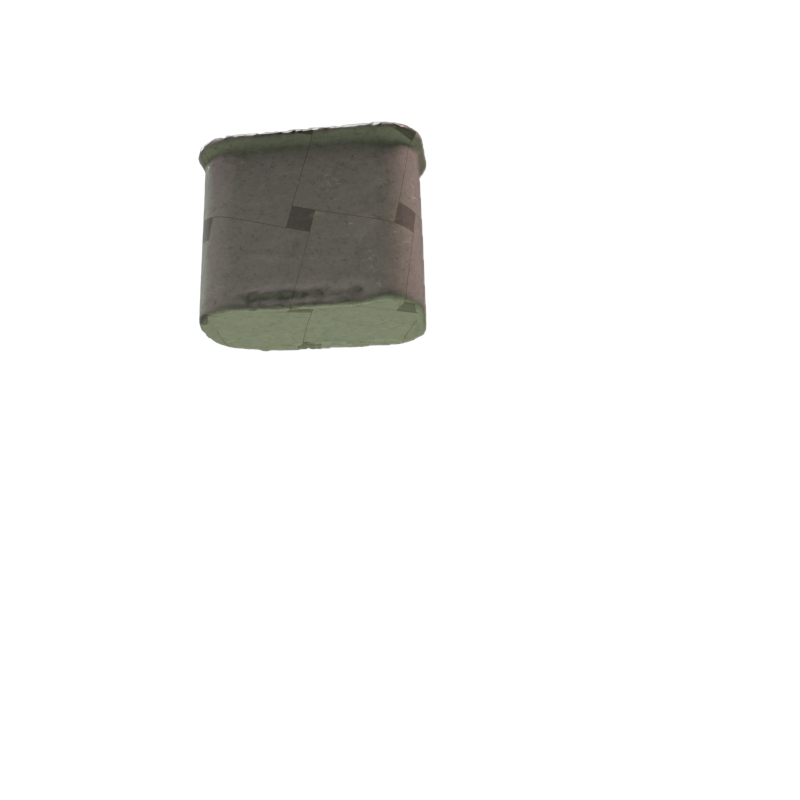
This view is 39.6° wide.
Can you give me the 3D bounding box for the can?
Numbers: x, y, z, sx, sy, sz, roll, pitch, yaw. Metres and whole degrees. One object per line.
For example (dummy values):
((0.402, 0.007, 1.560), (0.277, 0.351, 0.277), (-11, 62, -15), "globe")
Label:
((-0.039, -0.070, 0.490), (0.103, 0.088, 0.054), (-4, -22, 8), "can")
